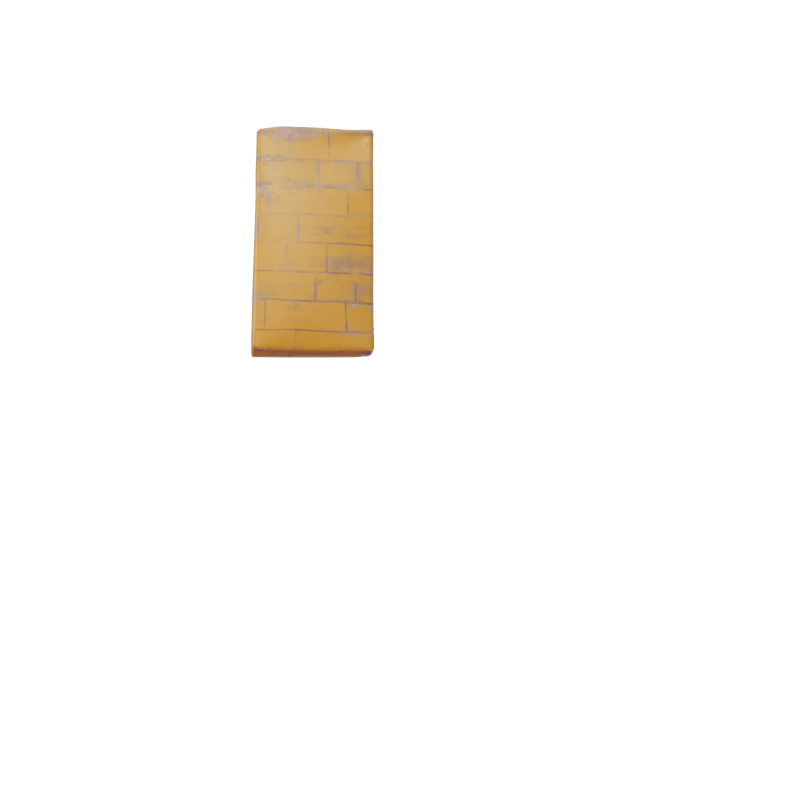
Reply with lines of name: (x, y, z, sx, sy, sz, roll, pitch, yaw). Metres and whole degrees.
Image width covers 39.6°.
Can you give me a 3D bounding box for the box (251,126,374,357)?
box: (-0.067, -0.122, 0.854, 0.093, 0.182, 0.047, 0, -13, -5)
